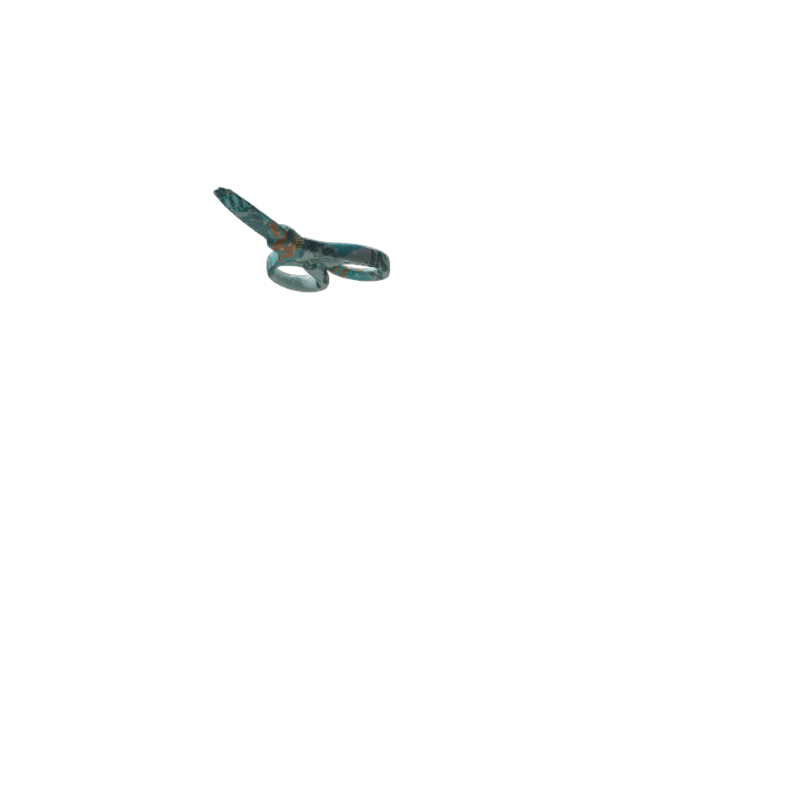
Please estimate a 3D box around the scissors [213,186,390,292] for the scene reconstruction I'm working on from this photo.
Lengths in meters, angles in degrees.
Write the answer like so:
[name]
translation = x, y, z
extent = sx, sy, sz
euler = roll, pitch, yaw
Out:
[scissors]
translation = -0.056, -0.103, 0.720
extent = 0.097, 0.016, 0.194
euler = 0, -10, 2
